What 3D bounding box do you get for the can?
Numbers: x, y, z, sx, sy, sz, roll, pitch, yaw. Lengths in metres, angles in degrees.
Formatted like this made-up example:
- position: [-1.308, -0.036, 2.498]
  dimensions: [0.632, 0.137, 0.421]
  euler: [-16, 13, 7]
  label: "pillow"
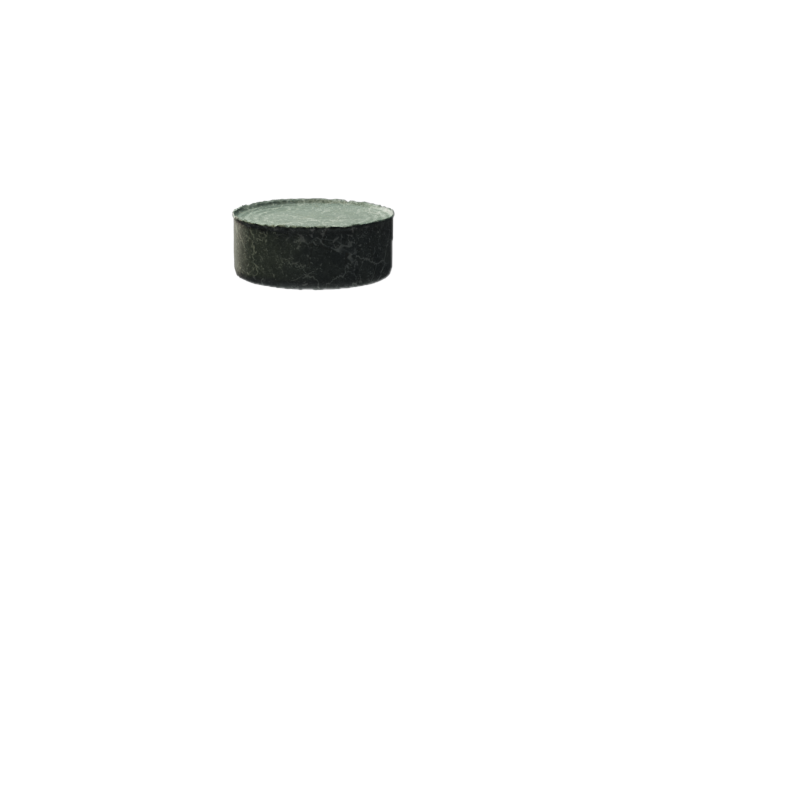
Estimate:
- position: [-0.046, -0.084, 0.587]
  dimensions: [0.086, 0.032, 0.089]
  euler: [-1, 18, -2]
  label: "can"
